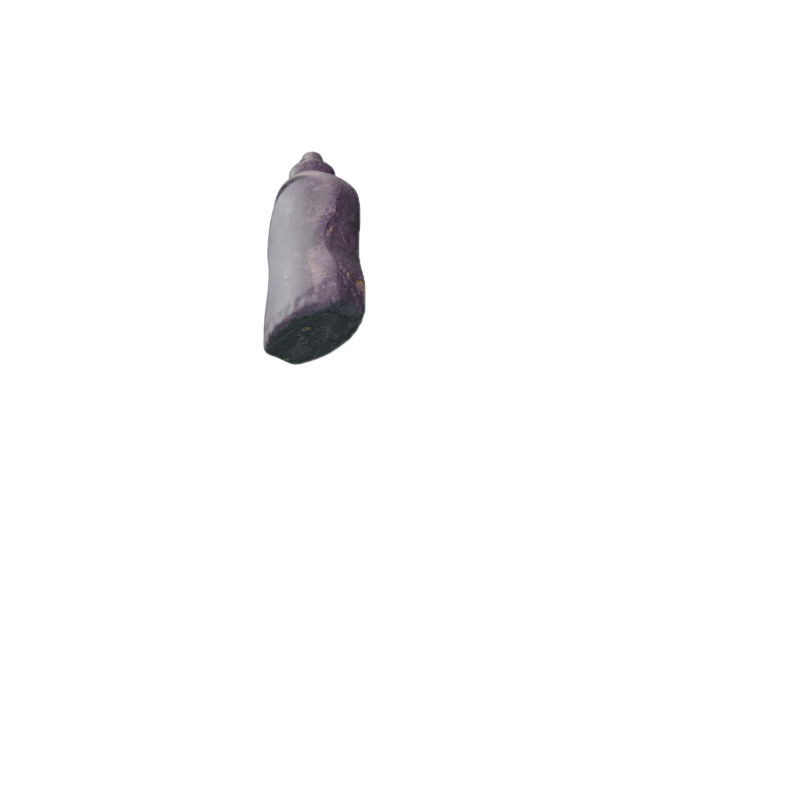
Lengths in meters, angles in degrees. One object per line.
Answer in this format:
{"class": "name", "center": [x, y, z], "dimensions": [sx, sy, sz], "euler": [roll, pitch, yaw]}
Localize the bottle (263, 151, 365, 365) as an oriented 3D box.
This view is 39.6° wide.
{"class": "bottle", "center": [-0.072, -0.131, 0.916], "dimensions": [0.055, 0.205, 0.095], "euler": [24, -44, -31]}
